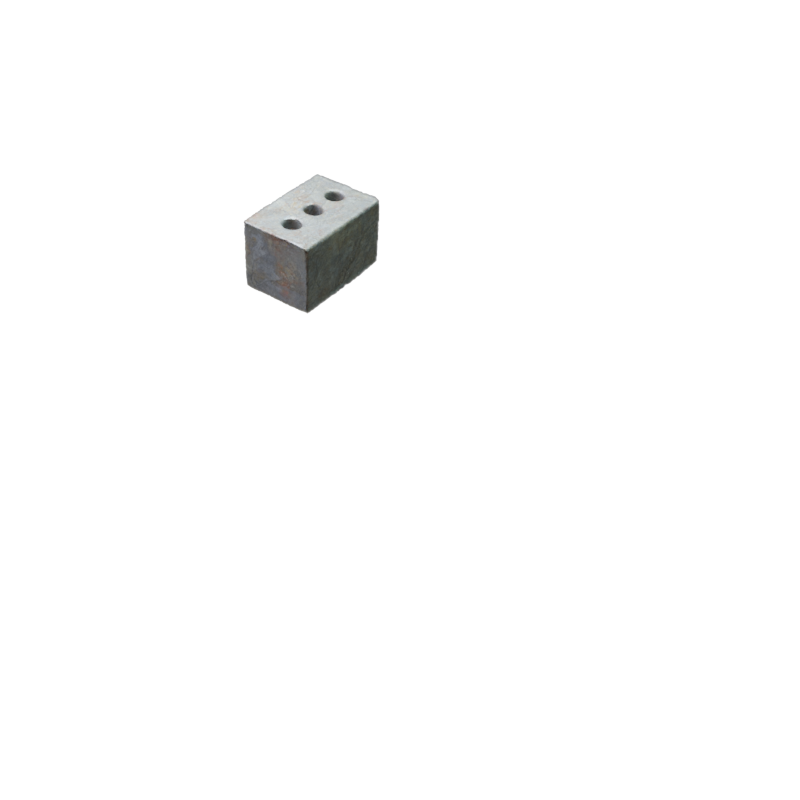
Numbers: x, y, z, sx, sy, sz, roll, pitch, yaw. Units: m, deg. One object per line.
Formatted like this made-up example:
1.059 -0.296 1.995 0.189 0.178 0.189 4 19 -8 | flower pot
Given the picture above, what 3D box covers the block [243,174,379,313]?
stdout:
-0.056 -0.103 0.719 0.056 0.048 0.079 24 44 26 | block
